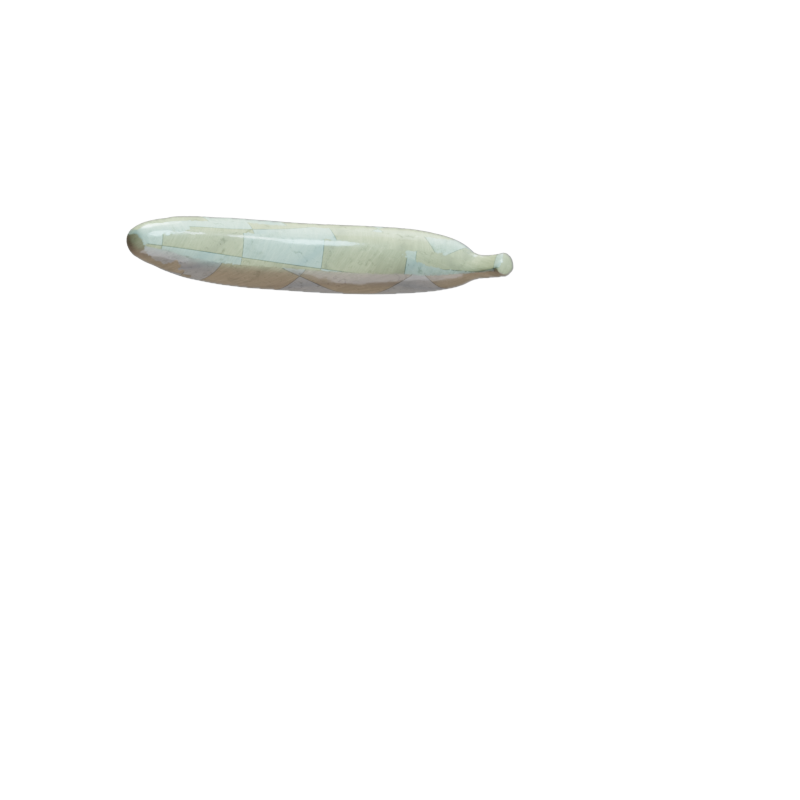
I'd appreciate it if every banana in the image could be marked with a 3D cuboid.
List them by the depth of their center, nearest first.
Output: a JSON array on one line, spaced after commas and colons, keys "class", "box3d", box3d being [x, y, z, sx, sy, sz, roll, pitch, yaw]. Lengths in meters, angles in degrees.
[{"class": "banana", "box3d": [-0.045, -0.079, 0.592, 0.196, 0.038, 0.068, 1, -10, -8]}]
